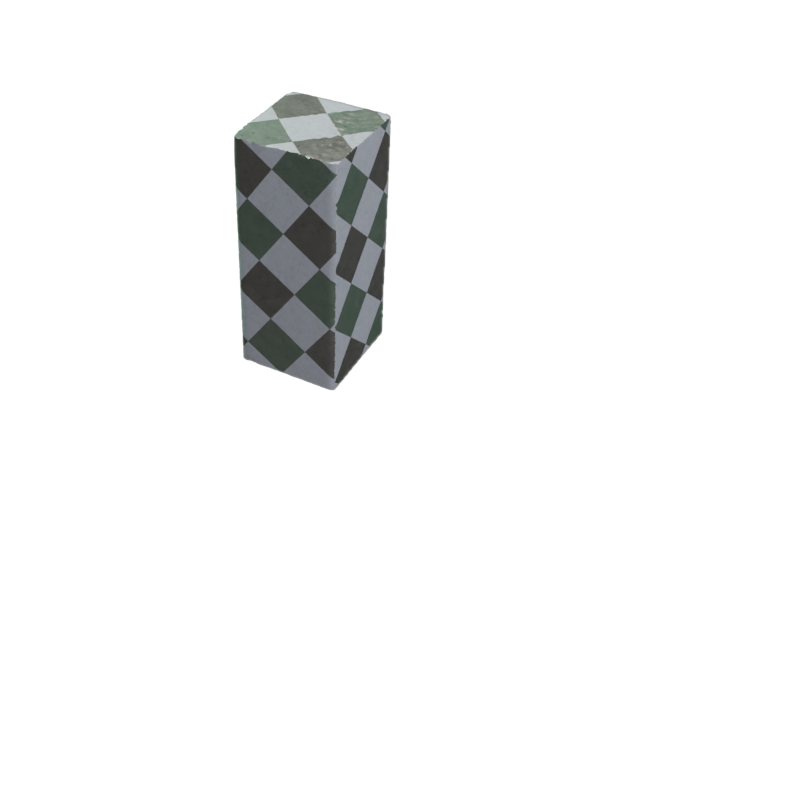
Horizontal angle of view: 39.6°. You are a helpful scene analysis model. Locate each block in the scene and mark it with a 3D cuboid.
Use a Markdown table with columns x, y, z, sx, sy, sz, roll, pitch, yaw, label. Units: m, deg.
| x | y | z | sx | sy | sz | roll | pitch | yaw | label |
| --- | --- | --- | --- | --- | --- | --- | --- | --- | --- |
| -0.069 | -0.125 | 0.874 | 0.094 | 0.193 | 0.093 | 18 | 39 | 20 | block |
